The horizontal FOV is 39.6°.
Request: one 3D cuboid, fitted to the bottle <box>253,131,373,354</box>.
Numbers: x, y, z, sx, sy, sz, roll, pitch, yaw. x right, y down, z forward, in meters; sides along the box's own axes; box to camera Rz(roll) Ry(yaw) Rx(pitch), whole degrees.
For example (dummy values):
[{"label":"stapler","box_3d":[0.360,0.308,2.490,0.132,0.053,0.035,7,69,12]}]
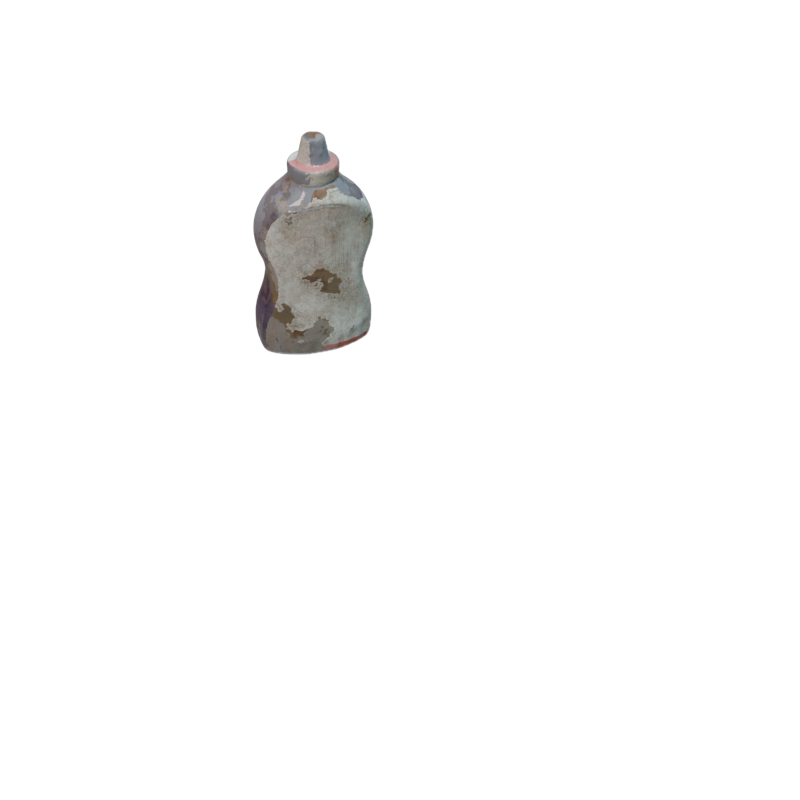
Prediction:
[{"label":"bottle","box_3d":[-0.070,-0.128,0.897,0.095,0.179,0.063,-7,37,-13]}]
